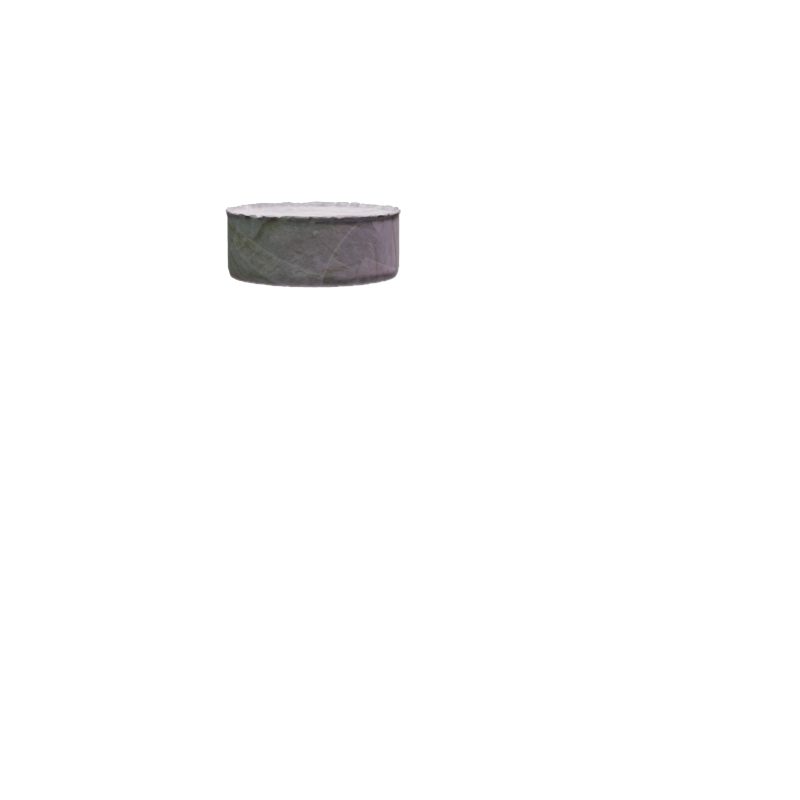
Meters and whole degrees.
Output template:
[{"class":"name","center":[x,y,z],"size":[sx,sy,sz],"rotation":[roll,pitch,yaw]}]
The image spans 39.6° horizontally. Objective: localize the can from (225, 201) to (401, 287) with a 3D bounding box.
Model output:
[{"class":"can","center":[-0.043,-0.078,0.545],"size":[0.086,0.033,0.088],"rotation":[0,13,-2]}]
